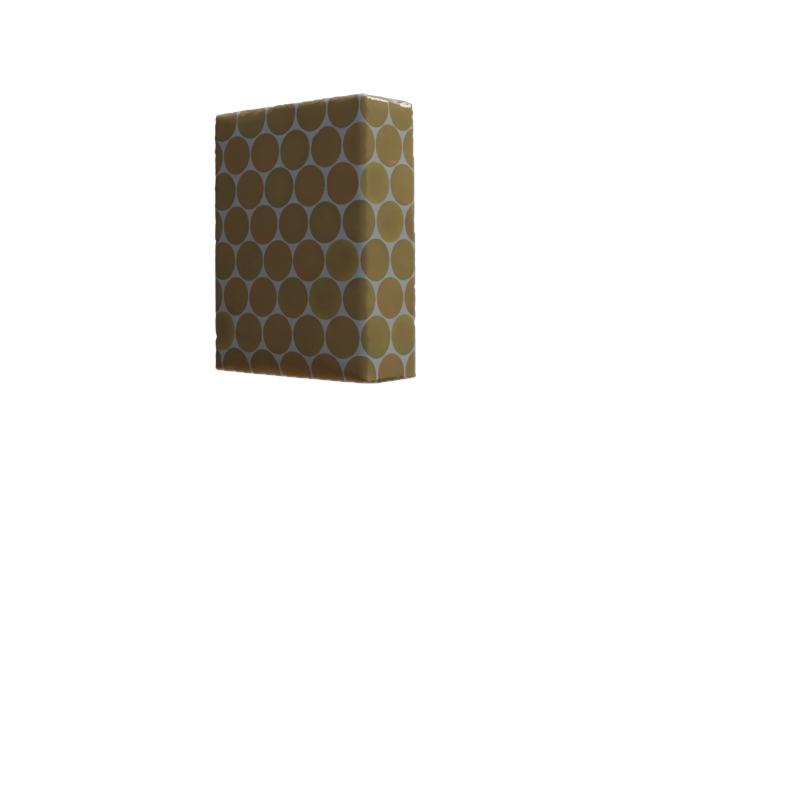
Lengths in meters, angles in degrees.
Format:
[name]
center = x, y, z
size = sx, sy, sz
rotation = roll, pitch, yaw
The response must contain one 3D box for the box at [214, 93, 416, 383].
[box]
center = -0.069, -0.126, 0.883
size = 0.171, 0.214, 0.069
rotation = 1, 0, 40
